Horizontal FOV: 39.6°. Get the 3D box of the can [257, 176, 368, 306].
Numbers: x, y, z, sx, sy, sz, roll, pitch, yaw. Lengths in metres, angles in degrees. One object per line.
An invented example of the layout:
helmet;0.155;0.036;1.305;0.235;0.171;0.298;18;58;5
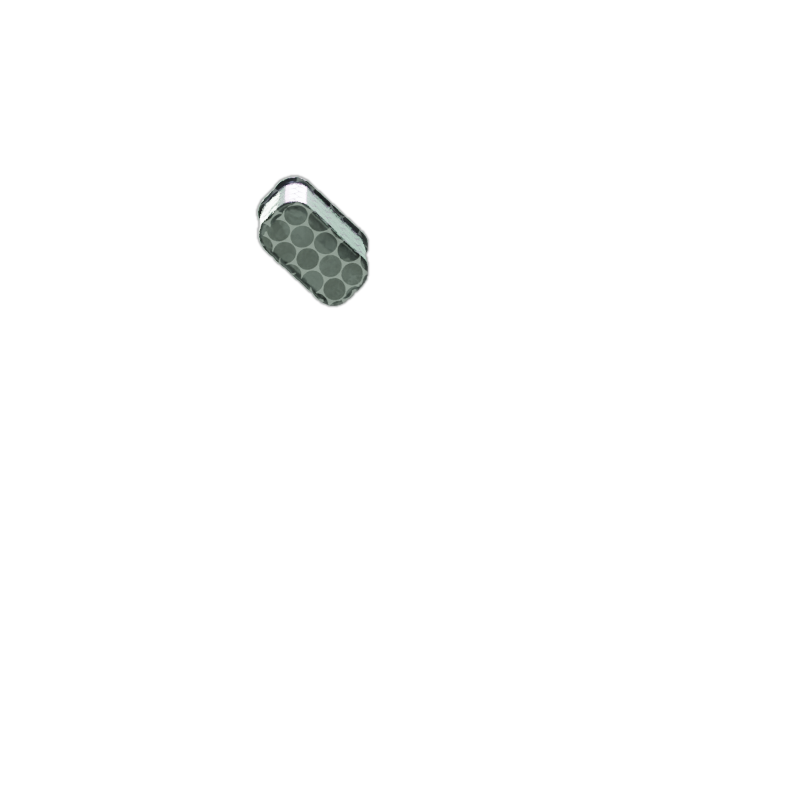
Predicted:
can;-0.073;-0.134;0.936;0.099;0.057;0.087;42;13;-14
